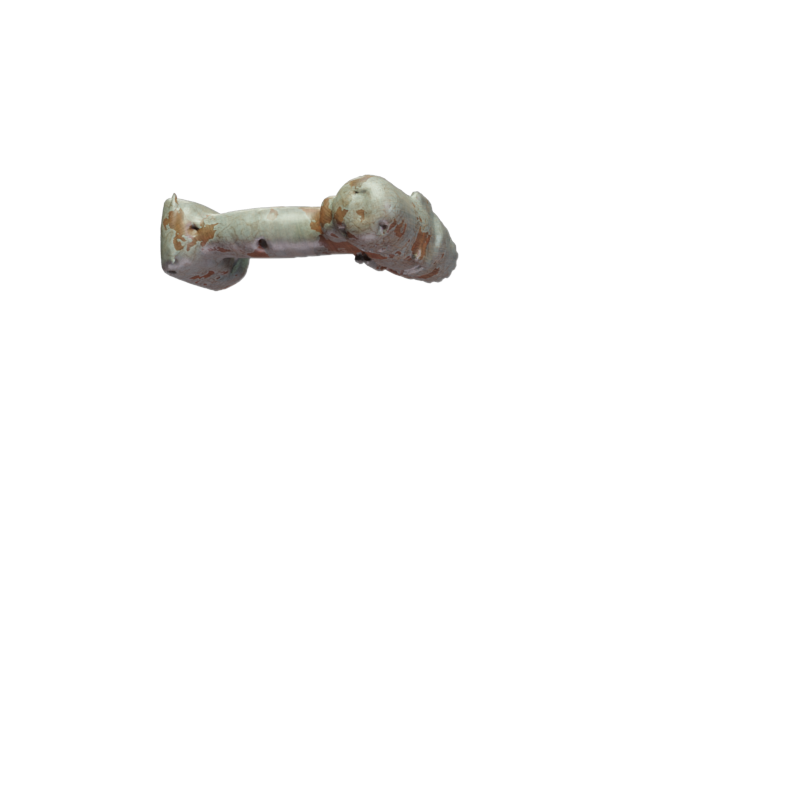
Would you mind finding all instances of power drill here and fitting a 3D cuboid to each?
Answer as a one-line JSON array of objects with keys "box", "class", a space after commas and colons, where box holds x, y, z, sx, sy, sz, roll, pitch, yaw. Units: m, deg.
[{"box": [-0.062, -0.113, 0.794, 0.192, 0.059, 0.176, -3, -8, 19], "class": "power drill"}]
